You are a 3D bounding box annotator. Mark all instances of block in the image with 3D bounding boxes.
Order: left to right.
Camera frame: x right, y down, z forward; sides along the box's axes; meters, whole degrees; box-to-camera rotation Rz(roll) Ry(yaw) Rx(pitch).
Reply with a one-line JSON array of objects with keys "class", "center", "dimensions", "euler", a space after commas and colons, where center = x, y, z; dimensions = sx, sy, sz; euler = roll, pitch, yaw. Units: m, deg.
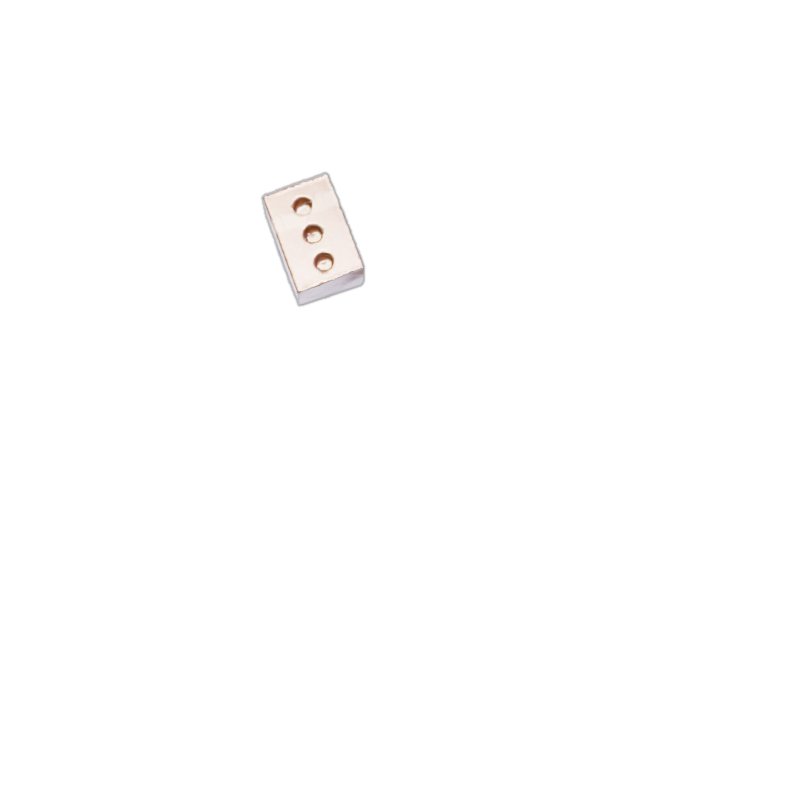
[{"class": "block", "center": [-0.064, -0.116, 0.814], "dimensions": [0.053, 0.081, 0.050], "euler": [-21, -11, -6]}]
